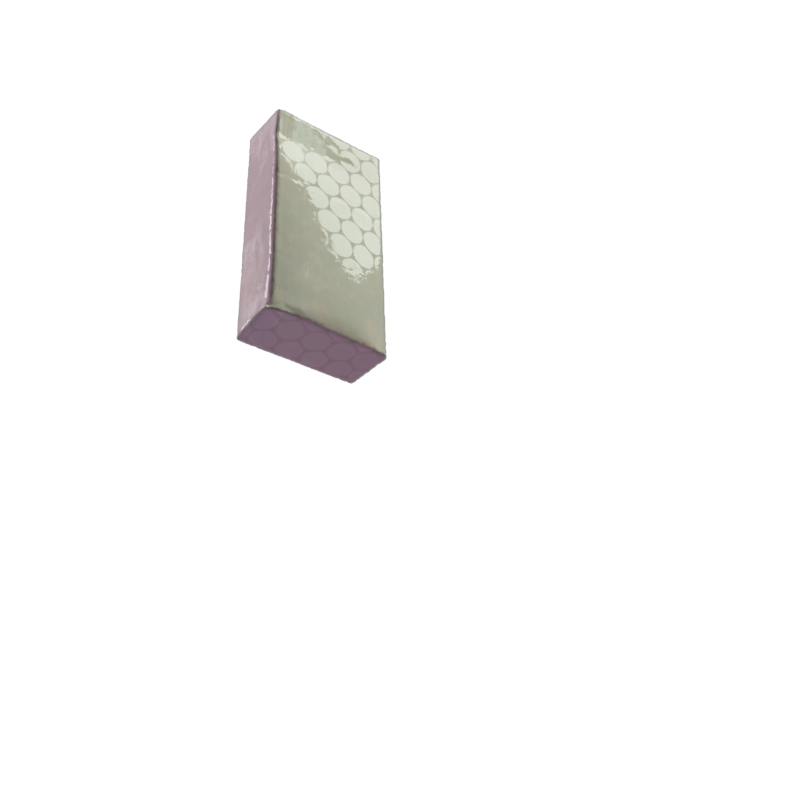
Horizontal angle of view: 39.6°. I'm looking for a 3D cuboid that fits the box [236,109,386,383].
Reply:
[{"bbox_3d":[-0.059,-0.107,0.753,0.089,0.189,0.047,22,-45,-28],"label":"box"}]
